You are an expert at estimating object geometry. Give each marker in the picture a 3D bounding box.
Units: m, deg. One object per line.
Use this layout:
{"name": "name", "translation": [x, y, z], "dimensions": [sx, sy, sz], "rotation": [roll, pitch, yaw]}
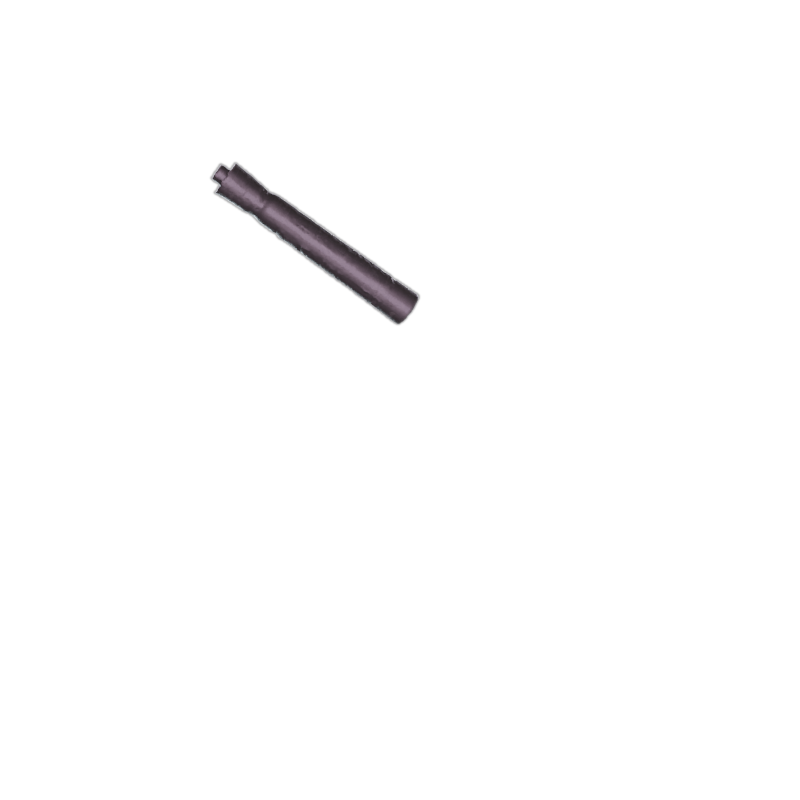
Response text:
{"name": "marker", "translation": [-0.044, -0.080, 0.562], "dimensions": [0.120, 0.020, 0.020], "rotation": [35, -1, -4]}
